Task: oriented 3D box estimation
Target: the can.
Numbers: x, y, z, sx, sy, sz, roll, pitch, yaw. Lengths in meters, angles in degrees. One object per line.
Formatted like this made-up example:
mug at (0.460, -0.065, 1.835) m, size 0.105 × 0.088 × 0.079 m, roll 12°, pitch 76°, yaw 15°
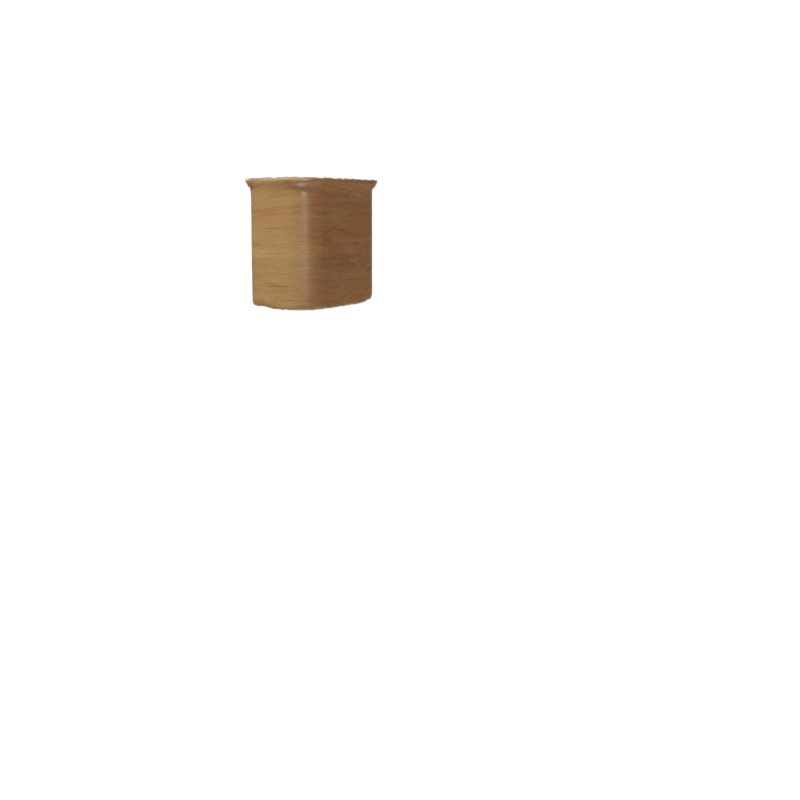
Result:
can at (-0.058, -0.105, 0.737) m, size 0.059 × 0.083 × 0.099 m, roll 2°, pitch 7°, yaw 28°
